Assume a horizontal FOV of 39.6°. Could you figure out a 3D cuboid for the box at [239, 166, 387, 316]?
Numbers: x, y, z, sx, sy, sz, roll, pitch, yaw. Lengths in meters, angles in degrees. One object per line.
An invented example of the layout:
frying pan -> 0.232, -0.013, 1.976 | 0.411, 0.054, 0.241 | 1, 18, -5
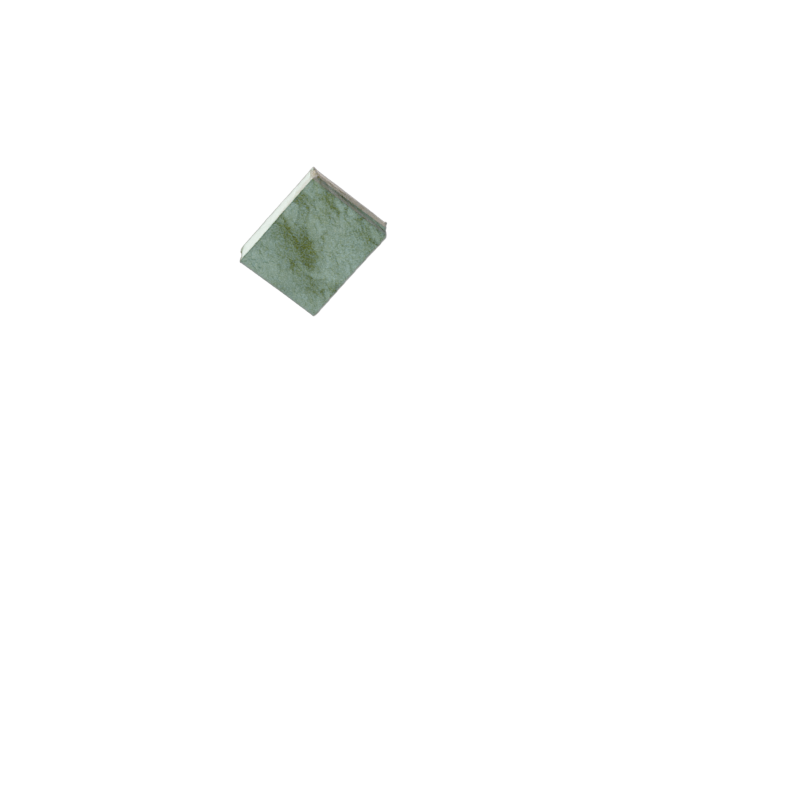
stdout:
box -> -0.065, -0.118, 0.829 | 0.070, 0.088, 0.032 | 37, 20, -17
